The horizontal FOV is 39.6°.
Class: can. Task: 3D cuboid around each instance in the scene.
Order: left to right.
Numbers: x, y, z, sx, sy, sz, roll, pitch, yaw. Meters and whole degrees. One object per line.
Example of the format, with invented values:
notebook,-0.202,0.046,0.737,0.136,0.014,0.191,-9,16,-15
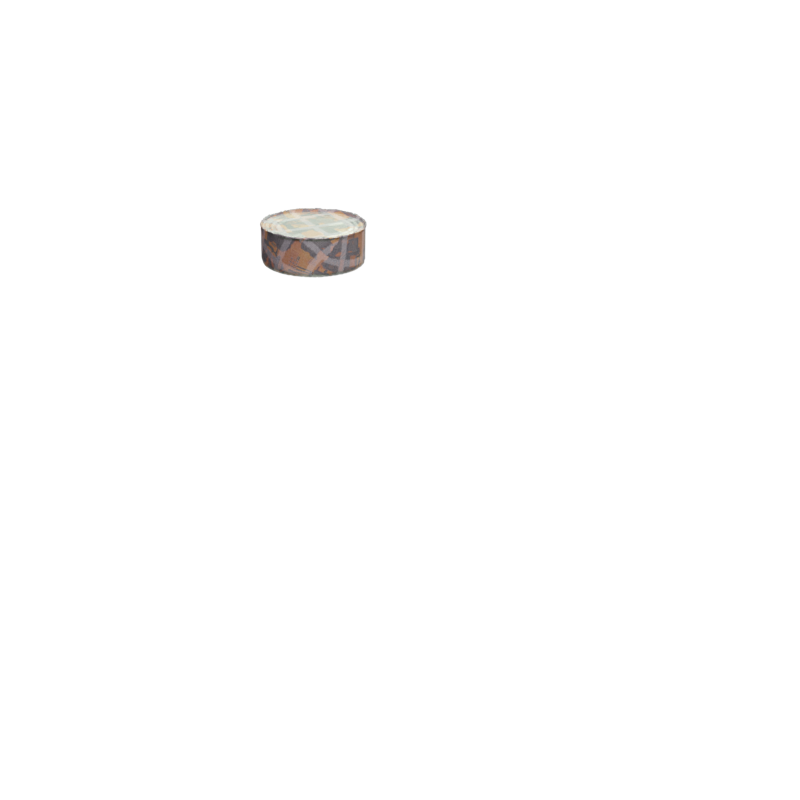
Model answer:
can,-0.070,-0.128,0.898,0.086,0.032,0.090,-1,24,-2
